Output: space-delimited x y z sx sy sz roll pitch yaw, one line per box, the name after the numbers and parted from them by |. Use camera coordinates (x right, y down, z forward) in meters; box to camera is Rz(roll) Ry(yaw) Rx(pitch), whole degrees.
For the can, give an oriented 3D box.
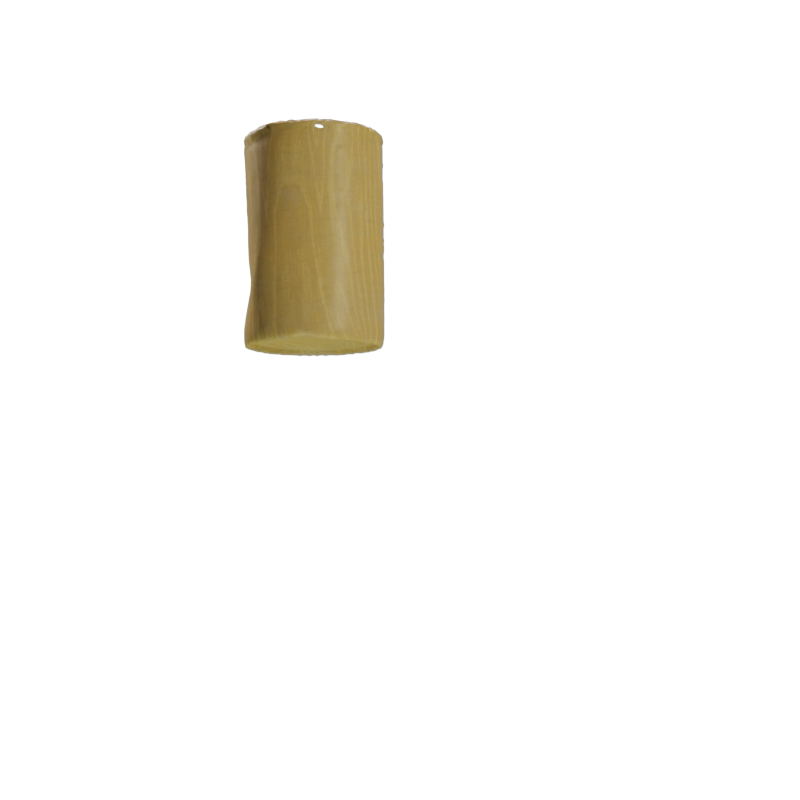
-0.041 -0.076 0.530 0.068 0.105 0.067 0 -10 -2 | can
